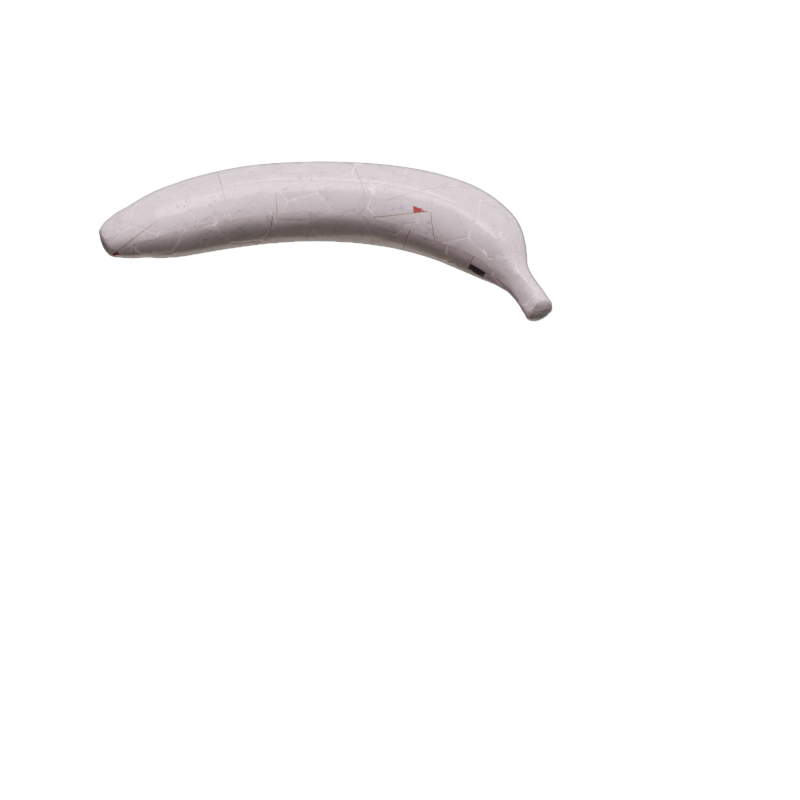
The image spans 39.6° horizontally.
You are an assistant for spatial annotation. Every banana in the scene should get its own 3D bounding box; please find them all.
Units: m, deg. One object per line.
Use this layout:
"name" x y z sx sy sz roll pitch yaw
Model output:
"banana" -0.031 -0.080 0.491 0.201 0.034 0.073 8 39 9
